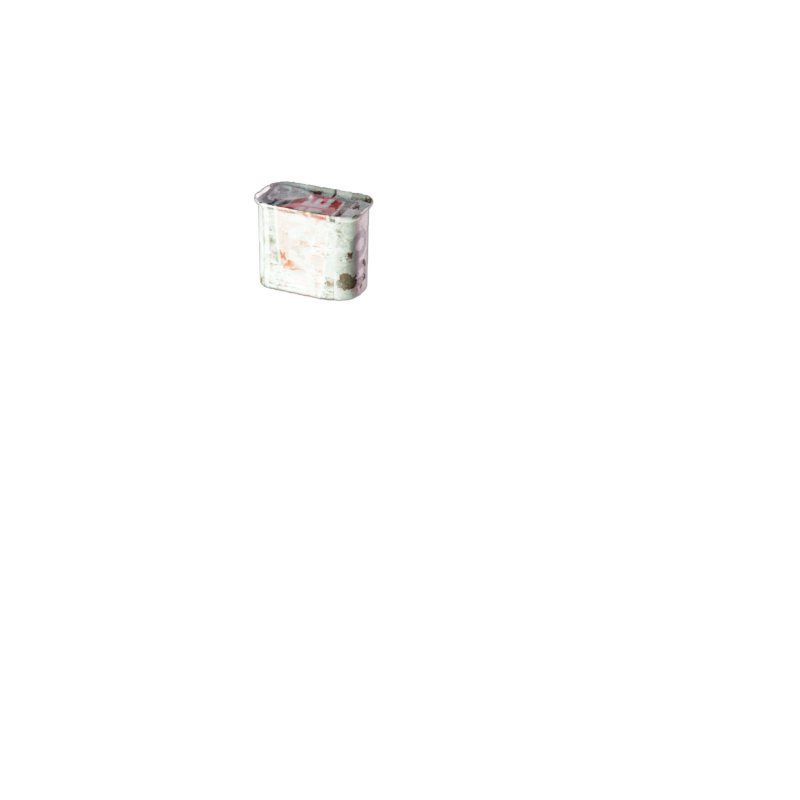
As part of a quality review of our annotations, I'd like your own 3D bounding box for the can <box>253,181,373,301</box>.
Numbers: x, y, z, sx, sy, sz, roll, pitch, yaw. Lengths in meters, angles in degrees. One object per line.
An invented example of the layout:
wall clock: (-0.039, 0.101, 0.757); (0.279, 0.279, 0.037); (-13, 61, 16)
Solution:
can: (-0.077, -0.140, 0.978); (0.106, 0.079, 0.059); (13, 30, 21)
